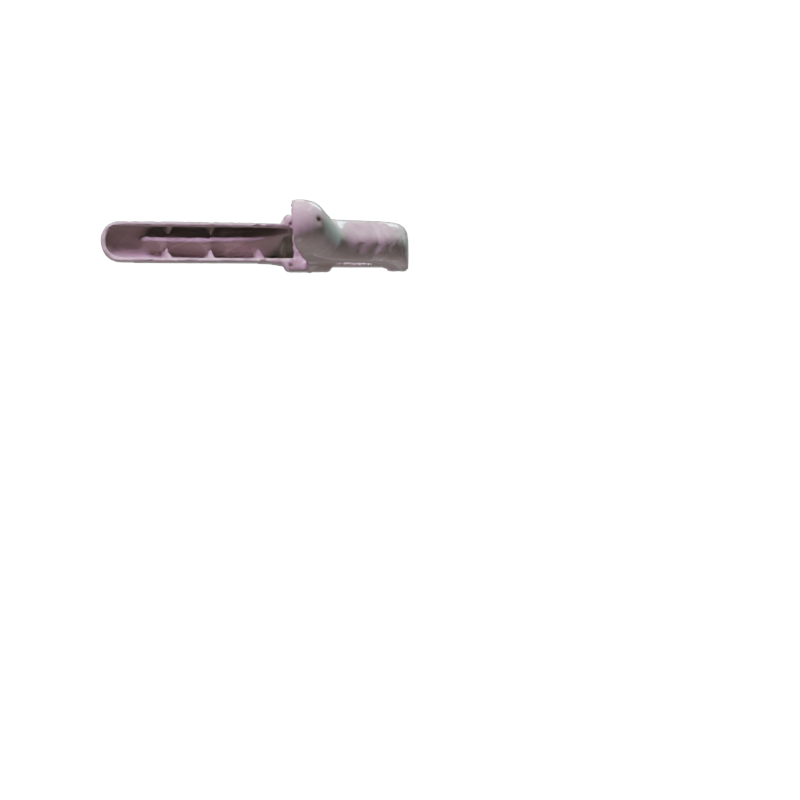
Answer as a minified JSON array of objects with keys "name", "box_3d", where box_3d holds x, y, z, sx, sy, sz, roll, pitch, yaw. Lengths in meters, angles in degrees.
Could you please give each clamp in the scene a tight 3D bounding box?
[{"name":"clamp","box_3d":[-0.053,-0.097,0.683,0.171,0.036,0.202,3,5,44]}]
